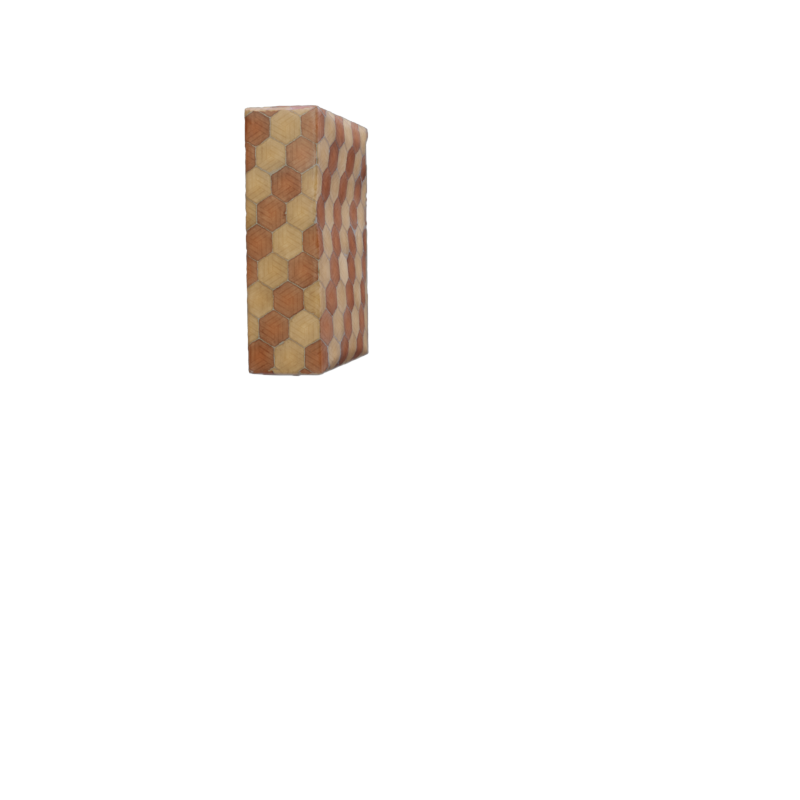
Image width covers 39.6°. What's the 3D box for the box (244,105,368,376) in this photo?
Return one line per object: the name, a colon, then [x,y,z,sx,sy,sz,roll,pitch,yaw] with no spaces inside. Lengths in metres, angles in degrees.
box: [-0.074,-0.135,0.948,0.073,0.214,0.162,0,2,13]
